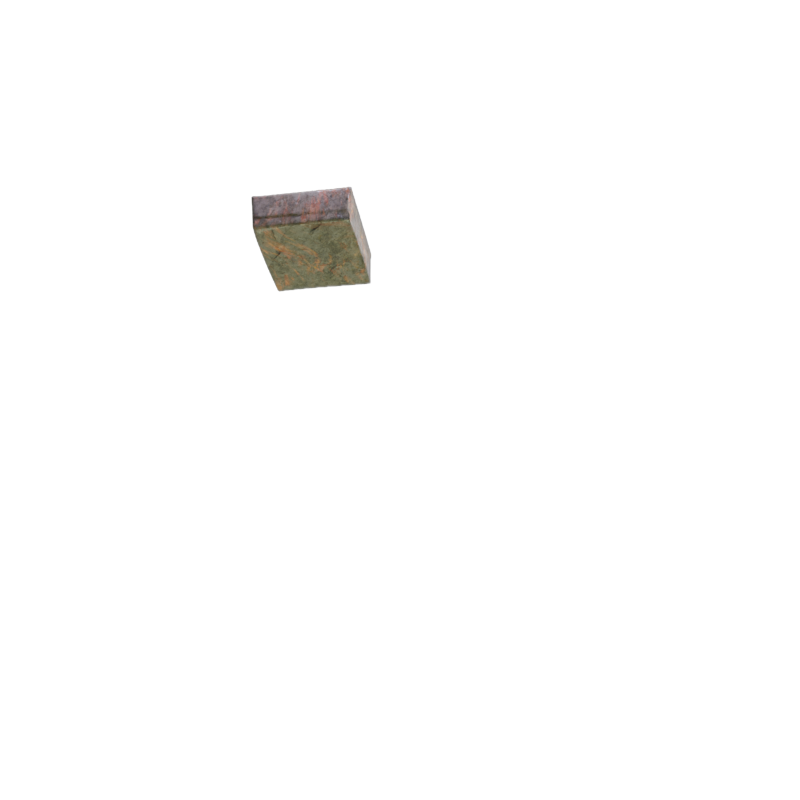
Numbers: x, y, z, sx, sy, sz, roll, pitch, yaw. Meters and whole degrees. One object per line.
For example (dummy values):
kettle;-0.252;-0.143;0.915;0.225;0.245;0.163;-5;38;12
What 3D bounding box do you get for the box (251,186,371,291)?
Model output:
box;-0.078;-0.142;0.992;0.091;0.041;0.106;-4;-26;8
